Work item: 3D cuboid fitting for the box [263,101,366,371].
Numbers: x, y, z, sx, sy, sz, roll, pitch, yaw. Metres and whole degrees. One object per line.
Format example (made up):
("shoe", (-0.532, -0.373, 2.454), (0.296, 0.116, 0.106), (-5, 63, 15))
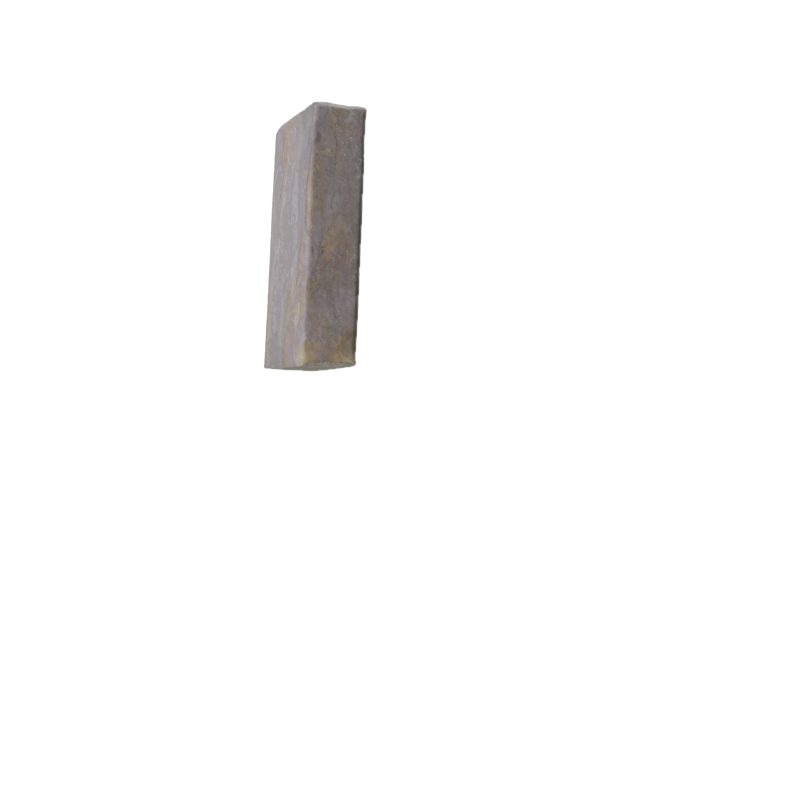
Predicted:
("box", (-0.061, -0.110, 0.769), (0.047, 0.180, 0.094), (2, -7, -22))
